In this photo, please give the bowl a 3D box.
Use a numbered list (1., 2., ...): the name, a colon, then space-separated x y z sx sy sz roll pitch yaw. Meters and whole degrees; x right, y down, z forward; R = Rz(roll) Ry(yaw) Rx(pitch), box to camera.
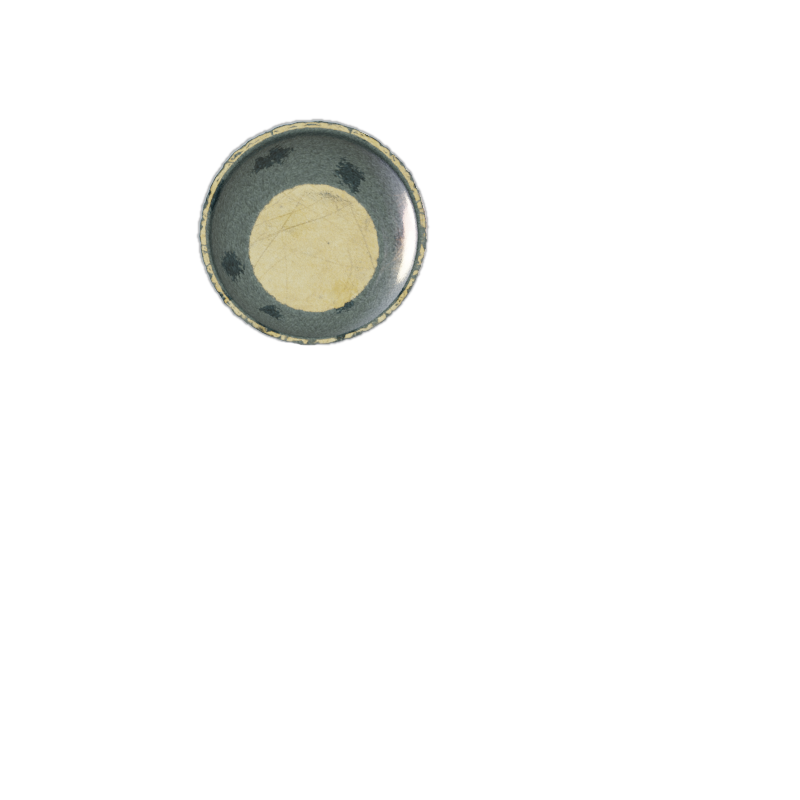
1. bowl: -0.059 -0.108 0.759 0.162 0.158 0.057 0 12 -1
